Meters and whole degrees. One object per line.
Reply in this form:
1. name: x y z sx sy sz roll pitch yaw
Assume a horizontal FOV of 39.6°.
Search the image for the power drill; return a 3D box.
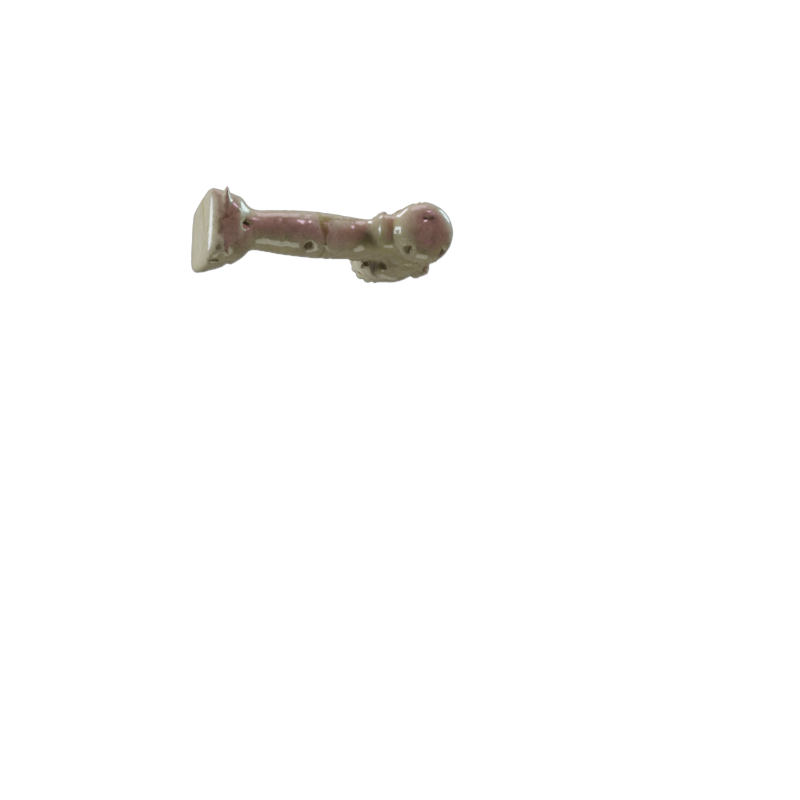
1. power drill: -0.069 -0.126 0.880 0.184 0.058 0.185 1 -3 -14
